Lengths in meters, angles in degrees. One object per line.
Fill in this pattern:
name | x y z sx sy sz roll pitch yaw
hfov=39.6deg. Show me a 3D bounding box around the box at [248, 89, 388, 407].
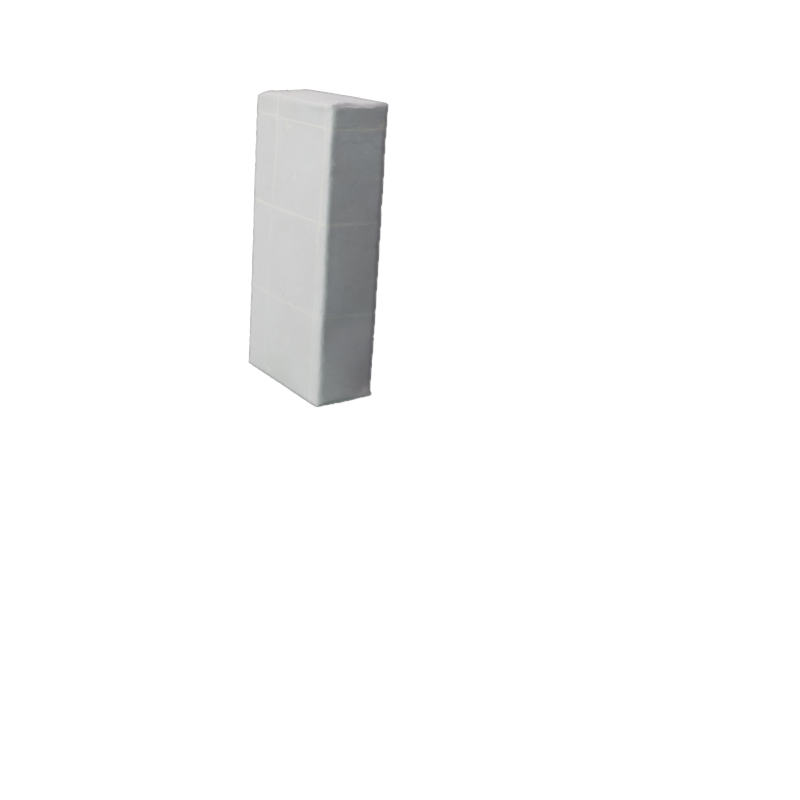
box | -0.052 -0.095 0.666 0.047 0.171 0.099 -7 17 -32
